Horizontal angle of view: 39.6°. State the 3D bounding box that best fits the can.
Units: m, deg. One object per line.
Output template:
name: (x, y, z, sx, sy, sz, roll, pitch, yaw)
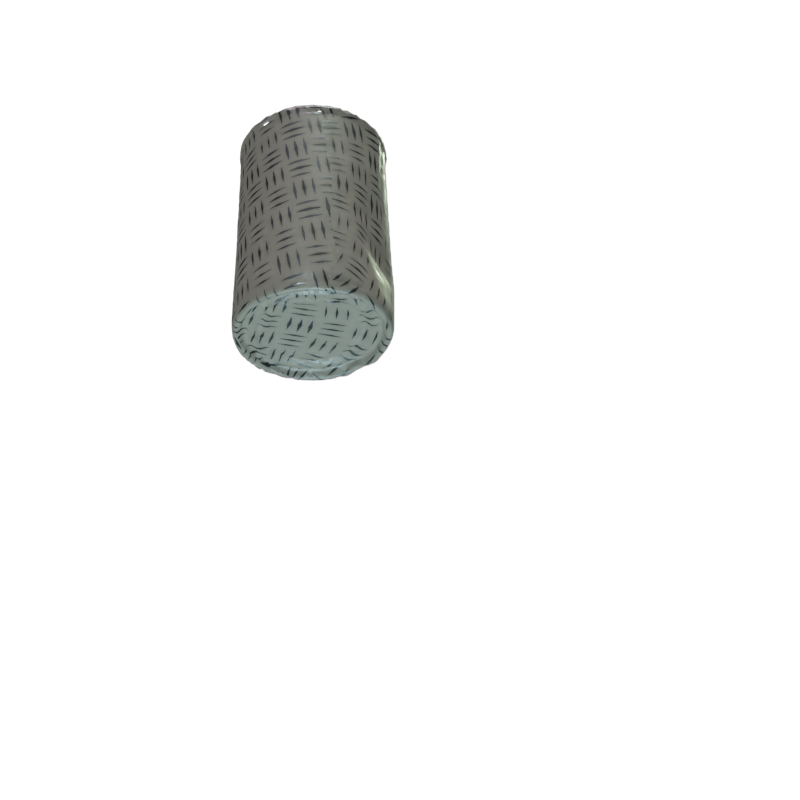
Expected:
can: (-0.038, -0.069, 0.481, 0.068, 0.110, 0.064, -1, -37, -3)
